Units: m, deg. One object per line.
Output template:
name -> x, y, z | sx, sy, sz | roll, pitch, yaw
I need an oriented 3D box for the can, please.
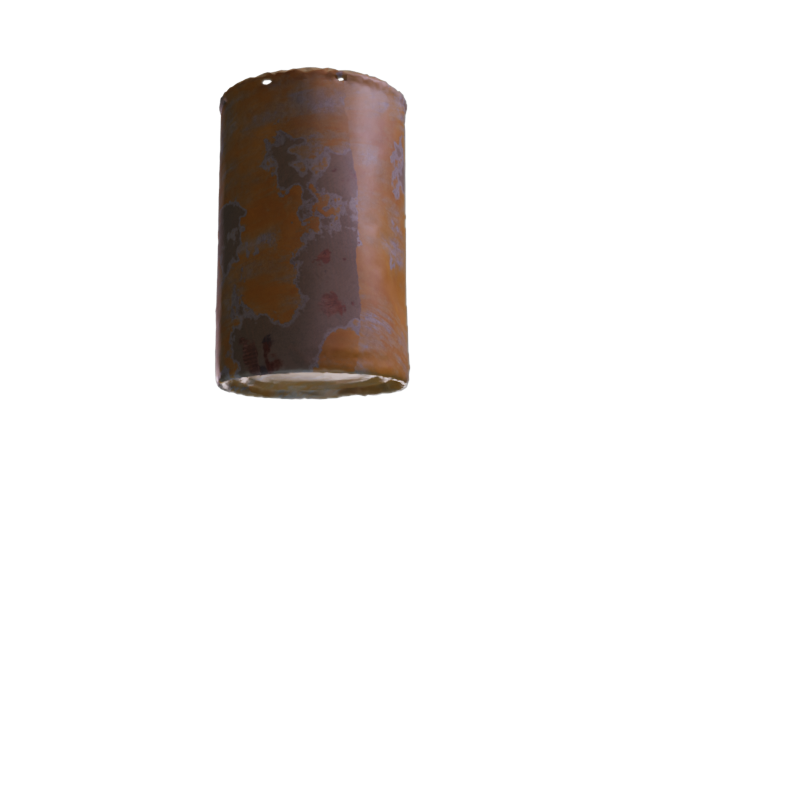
can -> -0.030, -0.055, 0.387 | 0.068, 0.106, 0.066 | 0, -13, -2
